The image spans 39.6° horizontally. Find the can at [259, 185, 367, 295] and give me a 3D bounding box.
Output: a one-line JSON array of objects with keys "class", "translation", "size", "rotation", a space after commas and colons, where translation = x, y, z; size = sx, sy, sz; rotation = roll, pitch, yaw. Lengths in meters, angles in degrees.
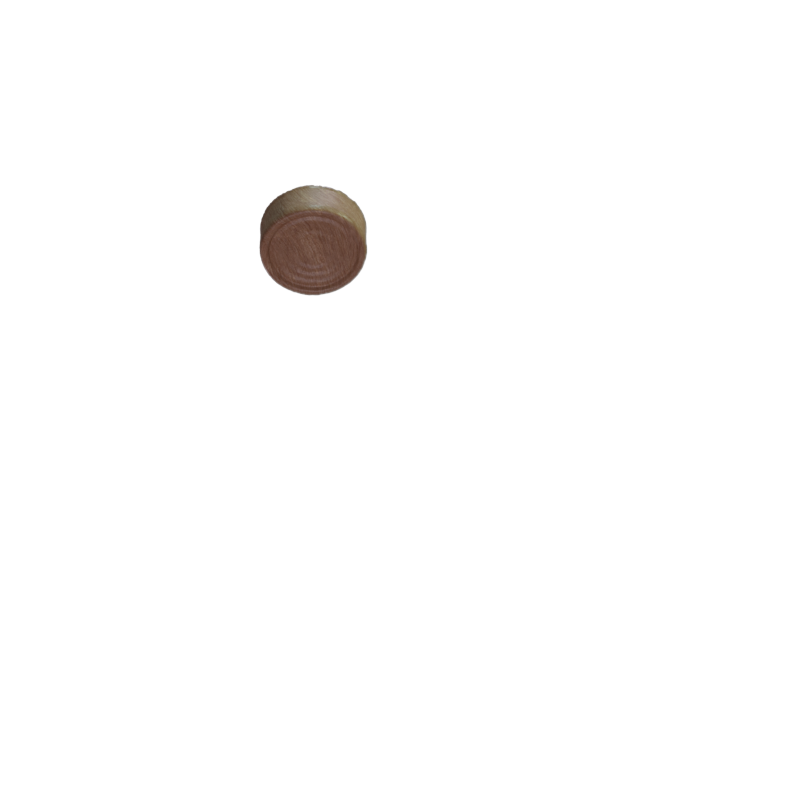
[{"class": "can", "translation": [-0.069, -0.125, 0.877], "size": [0.086, 0.080, 0.036], "rotation": [1, 38, -1]}]
